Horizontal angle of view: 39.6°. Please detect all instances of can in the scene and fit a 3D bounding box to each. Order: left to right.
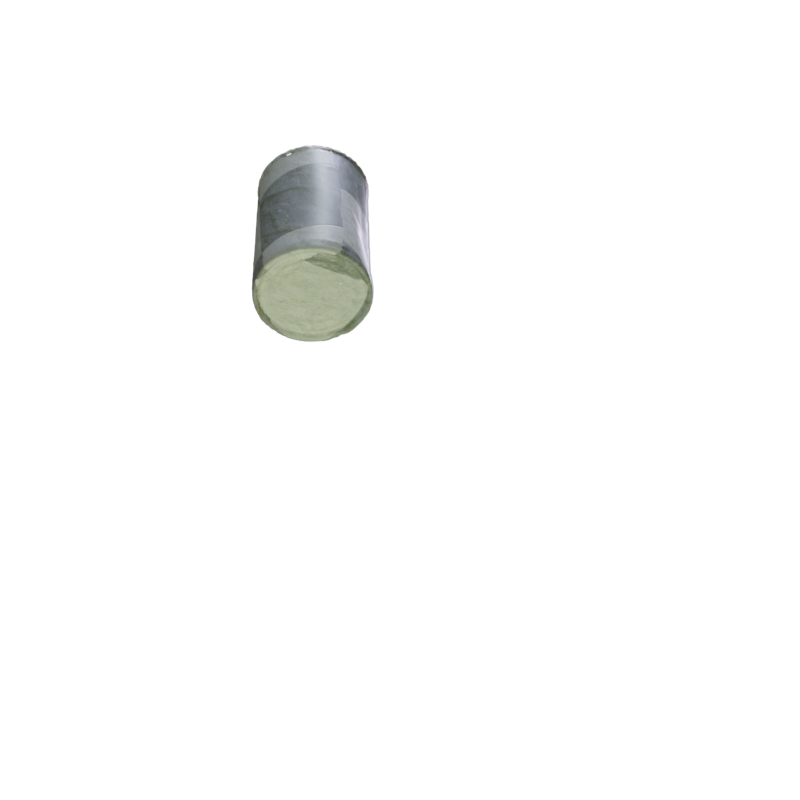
[{"bbox_3d":[-0.050,-0.091,0.635,0.068,0.064,0.110,-1,41,-3],"label":"can"}]
